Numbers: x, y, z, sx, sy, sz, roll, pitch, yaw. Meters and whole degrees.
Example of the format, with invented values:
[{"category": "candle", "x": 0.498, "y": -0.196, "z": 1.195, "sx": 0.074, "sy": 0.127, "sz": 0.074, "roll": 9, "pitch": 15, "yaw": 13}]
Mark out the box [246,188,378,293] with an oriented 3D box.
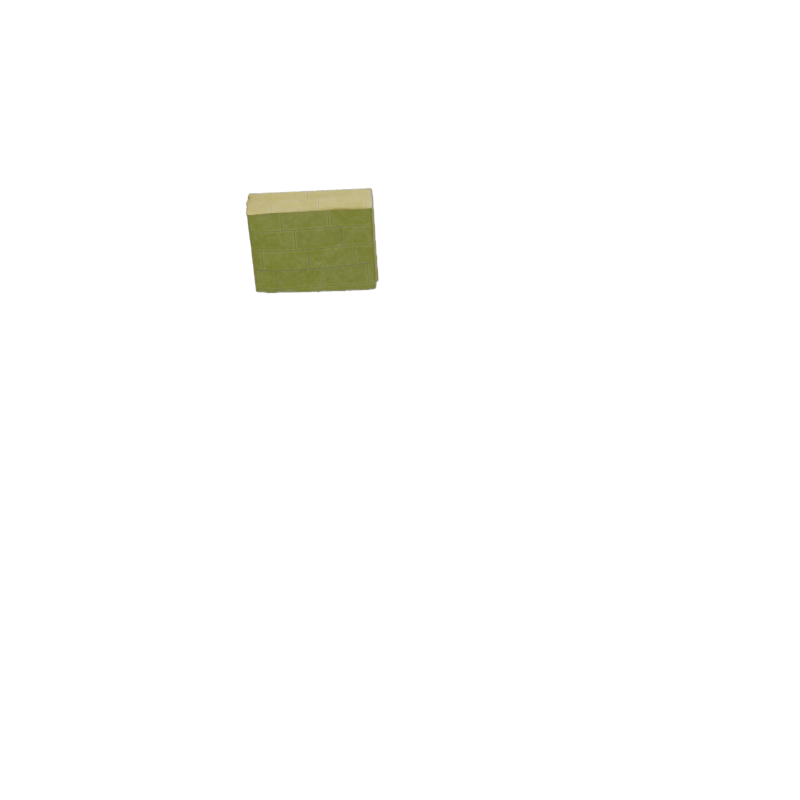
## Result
[{"category": "box", "x": -0.078, "y": -0.142, "z": 0.992, "sx": 0.114, "sy": 0.084, "sz": 0.042, "roll": -3, "pitch": 37, "yaw": 1}]
